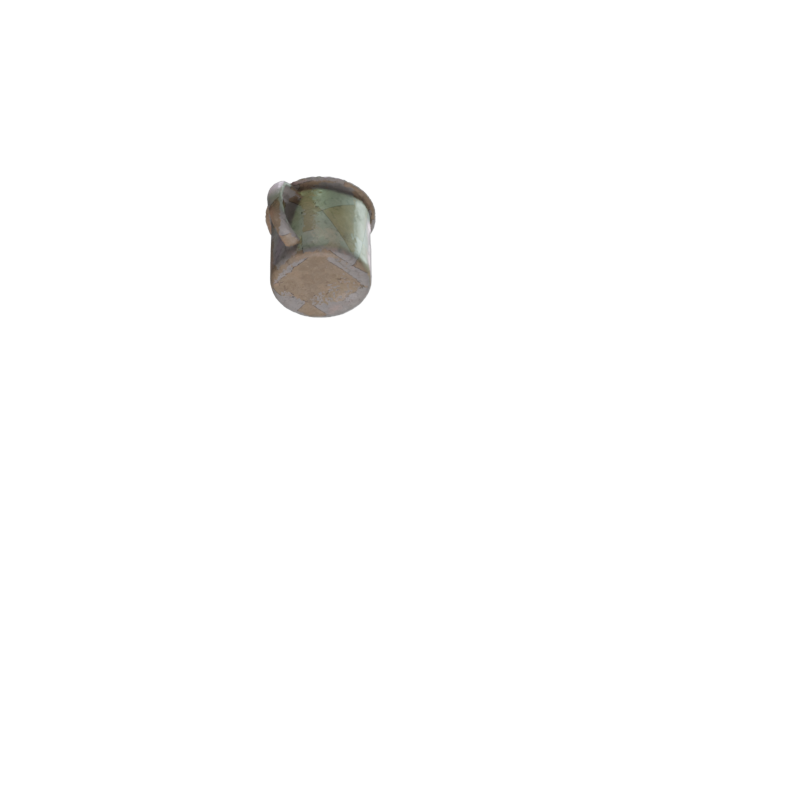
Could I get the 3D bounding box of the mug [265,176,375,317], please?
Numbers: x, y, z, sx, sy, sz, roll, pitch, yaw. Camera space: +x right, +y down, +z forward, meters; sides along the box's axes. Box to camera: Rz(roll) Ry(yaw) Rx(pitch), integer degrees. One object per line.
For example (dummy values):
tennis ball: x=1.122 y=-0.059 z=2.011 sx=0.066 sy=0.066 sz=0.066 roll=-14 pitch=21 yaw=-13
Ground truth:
mug: x=-0.070 y=-0.128 z=0.898 sx=0.094 sy=0.087 sz=0.108 roll=-21 pitch=-45 yaw=20
